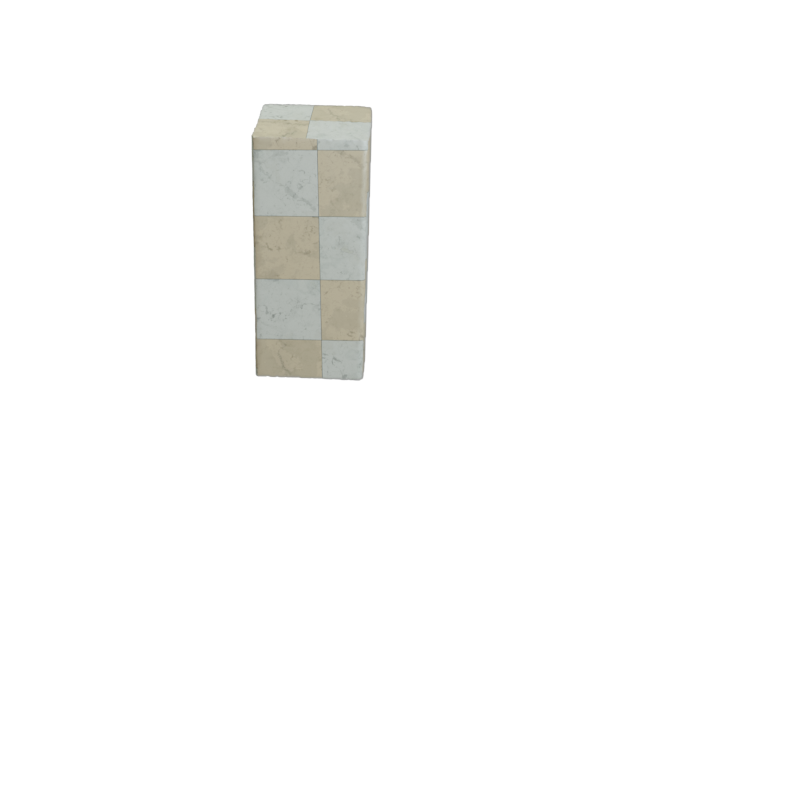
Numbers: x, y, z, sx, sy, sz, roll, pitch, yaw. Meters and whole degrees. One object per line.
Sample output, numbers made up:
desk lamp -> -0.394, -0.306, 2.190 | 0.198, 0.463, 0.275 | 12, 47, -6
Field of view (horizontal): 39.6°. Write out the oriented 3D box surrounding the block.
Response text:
block -> -0.070, -0.129, 0.904 | 0.091, 0.195, 0.095 | 2, 26, 1
